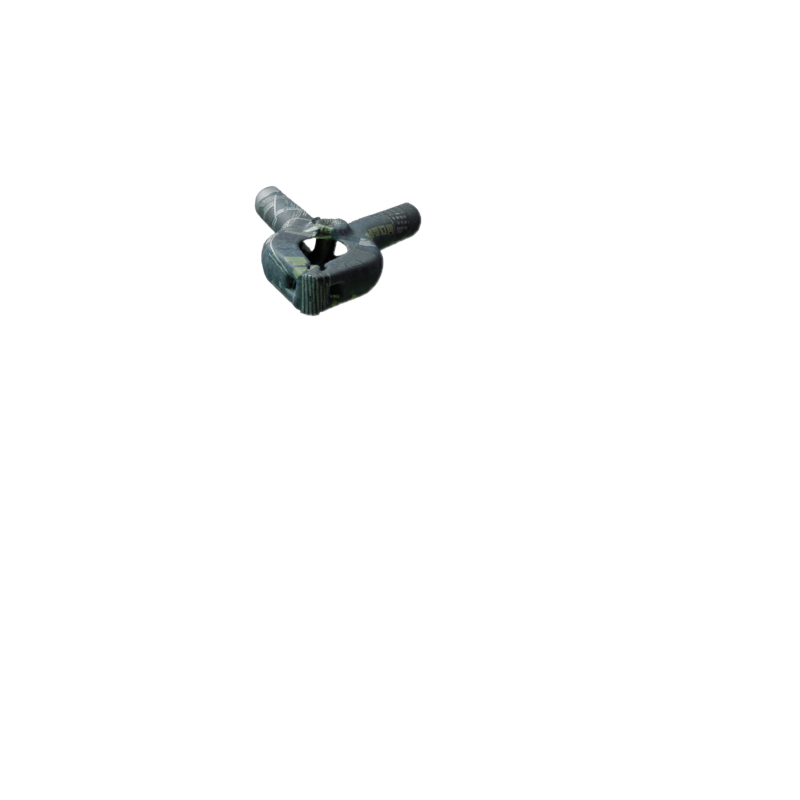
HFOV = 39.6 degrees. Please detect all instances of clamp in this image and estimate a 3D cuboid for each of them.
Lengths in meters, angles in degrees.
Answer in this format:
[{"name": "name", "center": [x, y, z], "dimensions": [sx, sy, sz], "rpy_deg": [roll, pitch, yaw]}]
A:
[{"name": "clamp", "center": [-0.058, -0.107, 0.746], "dimensions": [0.122, 0.037, 0.176], "rpy_deg": [6, 25, 12]}]
